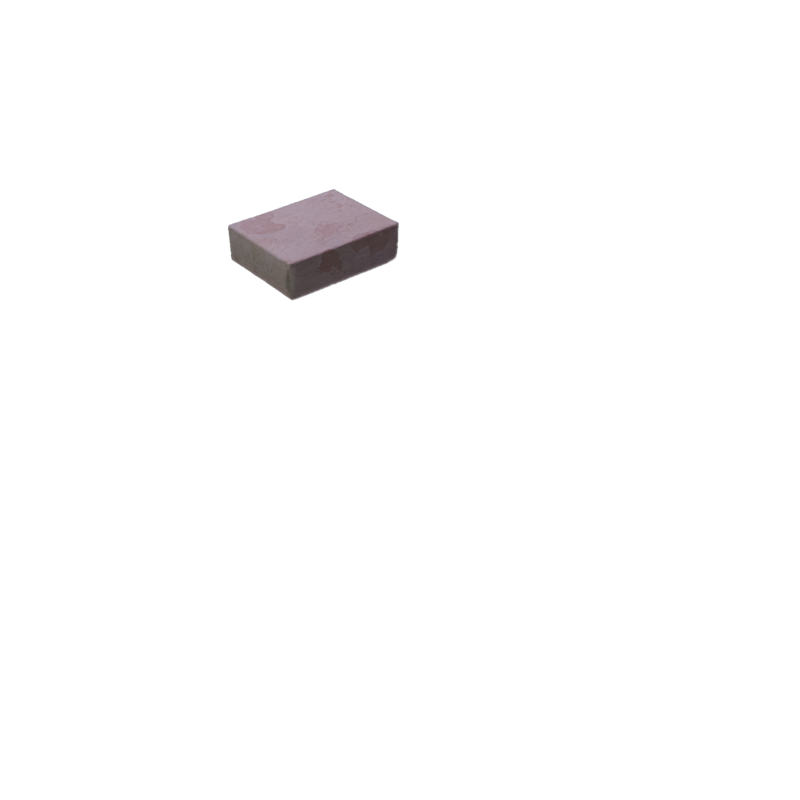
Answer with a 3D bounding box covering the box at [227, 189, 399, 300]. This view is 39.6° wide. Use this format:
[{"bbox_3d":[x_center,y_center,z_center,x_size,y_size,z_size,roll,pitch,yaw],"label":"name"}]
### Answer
[{"bbox_3d":[-0.071,-0.130,0.912,0.112,0.037,0.096,-23,39,-32],"label":"box"}]
